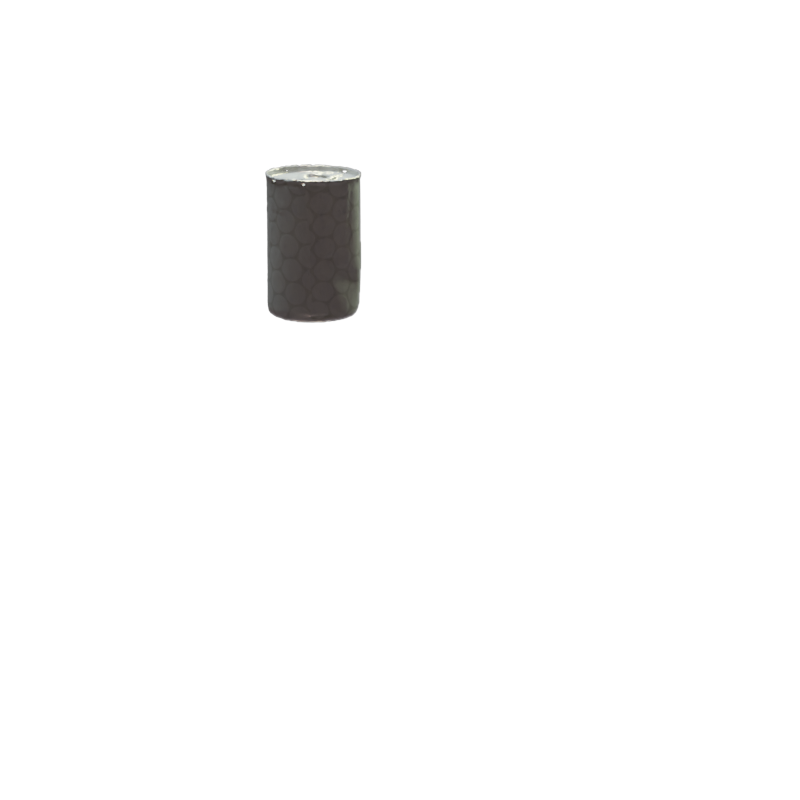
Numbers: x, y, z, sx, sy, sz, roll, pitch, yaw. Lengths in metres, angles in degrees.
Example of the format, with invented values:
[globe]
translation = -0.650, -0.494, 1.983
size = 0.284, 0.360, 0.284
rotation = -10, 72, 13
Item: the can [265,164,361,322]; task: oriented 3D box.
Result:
[can]
translation = -0.062, -0.114, 0.796
size = 0.068, 0.099, 0.071
rotation = 0, 16, -2
